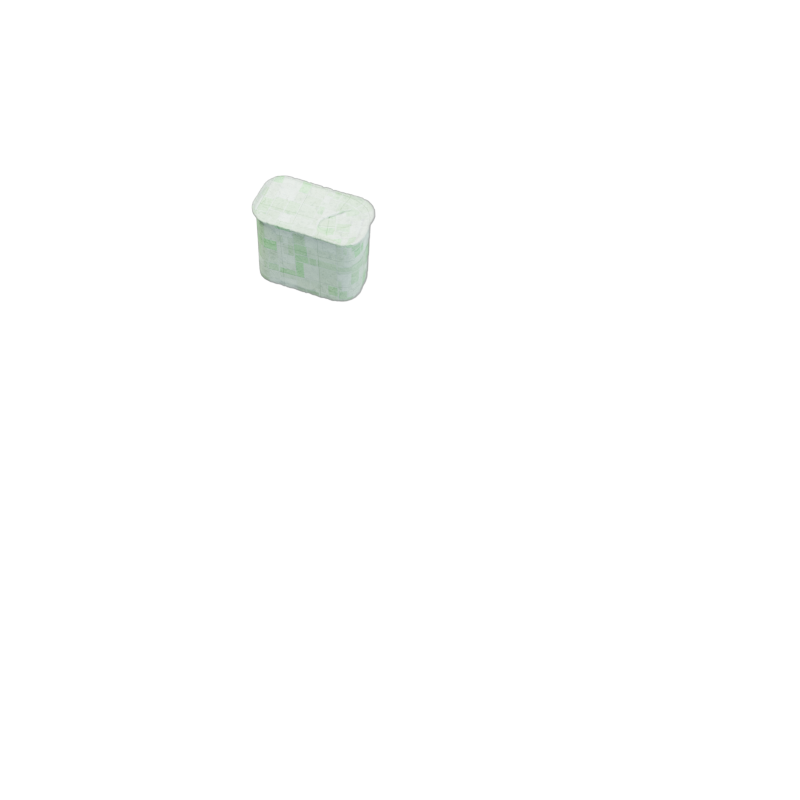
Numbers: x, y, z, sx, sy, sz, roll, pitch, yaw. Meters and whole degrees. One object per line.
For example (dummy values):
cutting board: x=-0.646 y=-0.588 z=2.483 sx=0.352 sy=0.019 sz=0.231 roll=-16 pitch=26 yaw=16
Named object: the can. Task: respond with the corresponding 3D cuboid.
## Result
can: x=-0.075 y=-0.137 z=0.963 sx=0.105 sy=0.060 sz=0.078 roll=18 pitch=-36 yaw=12
